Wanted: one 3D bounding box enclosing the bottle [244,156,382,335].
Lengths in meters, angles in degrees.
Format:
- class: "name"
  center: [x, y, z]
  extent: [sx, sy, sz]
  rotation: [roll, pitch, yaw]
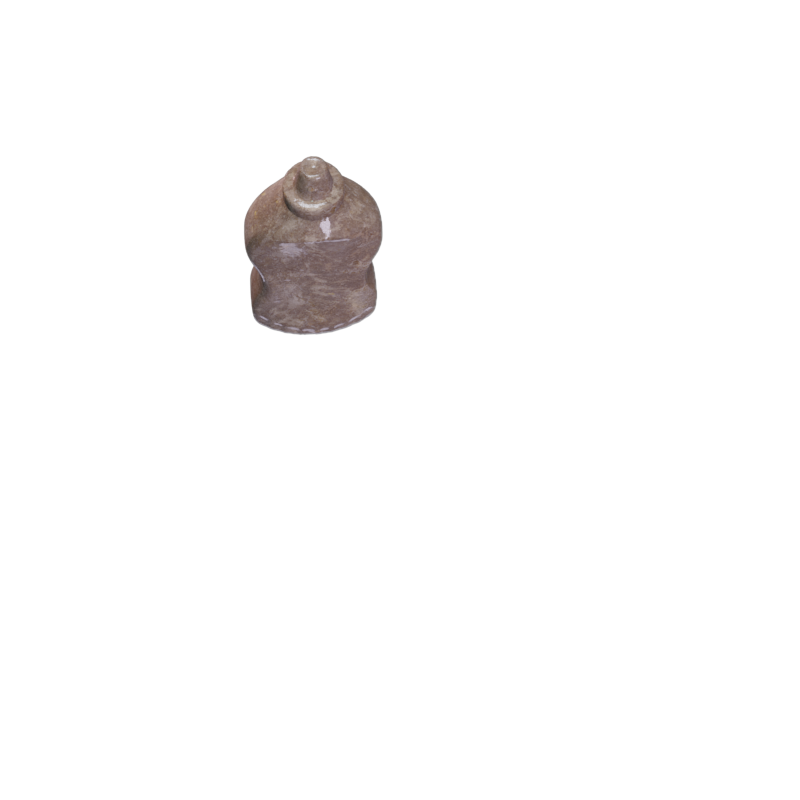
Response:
- class: "bottle"
  center: [-0.061, -0.111, 0.782]
  extent: [0.096, 0.062, 0.181]
  rotation: [-2, -24, -4]
